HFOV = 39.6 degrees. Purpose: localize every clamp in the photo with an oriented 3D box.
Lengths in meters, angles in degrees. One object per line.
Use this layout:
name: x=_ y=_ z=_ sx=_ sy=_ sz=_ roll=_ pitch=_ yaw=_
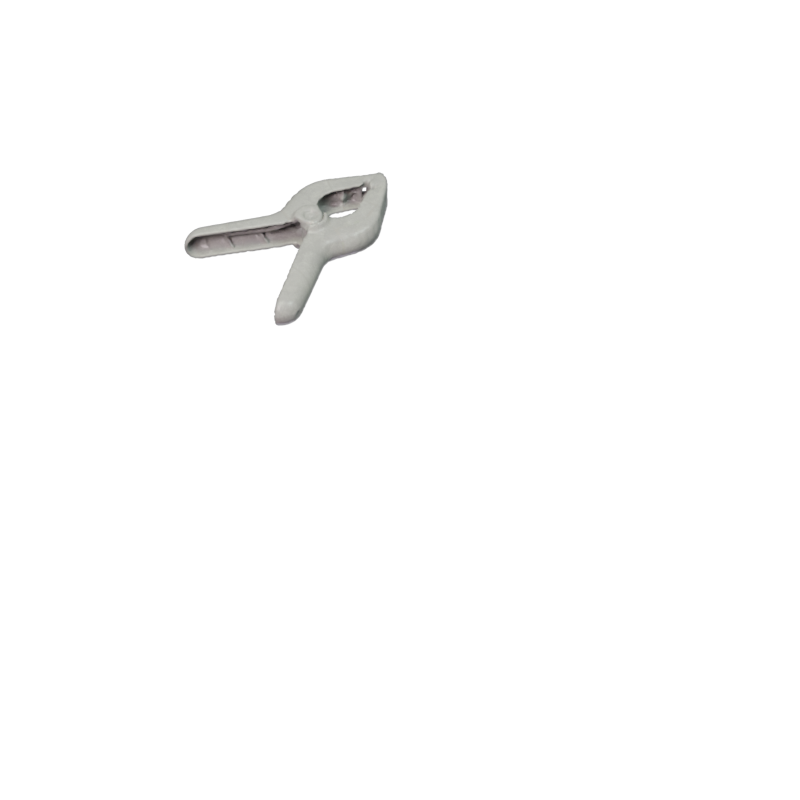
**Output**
clamp: x=-0.067 y=-0.123 z=0.860 sx=0.171 sy=0.129 sz=0.037 roll=-29 pitch=-33 yaw=-22
